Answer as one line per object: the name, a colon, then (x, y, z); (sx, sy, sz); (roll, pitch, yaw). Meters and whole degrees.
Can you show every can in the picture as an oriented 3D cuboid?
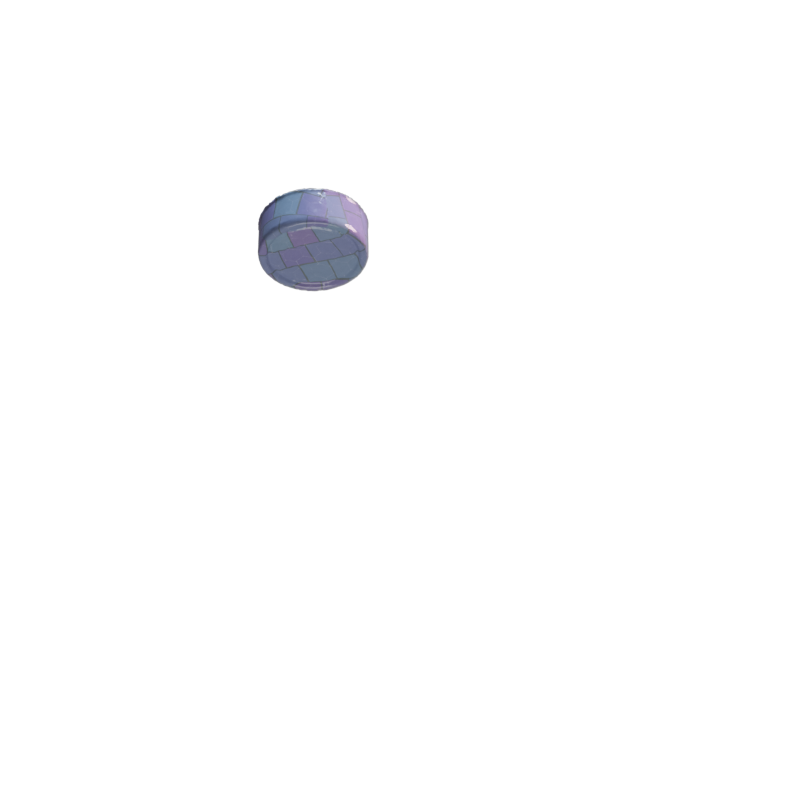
can: (-0.067, -0.121, 0.850); (0.086, 0.036, 0.080); (1, -36, -2)
